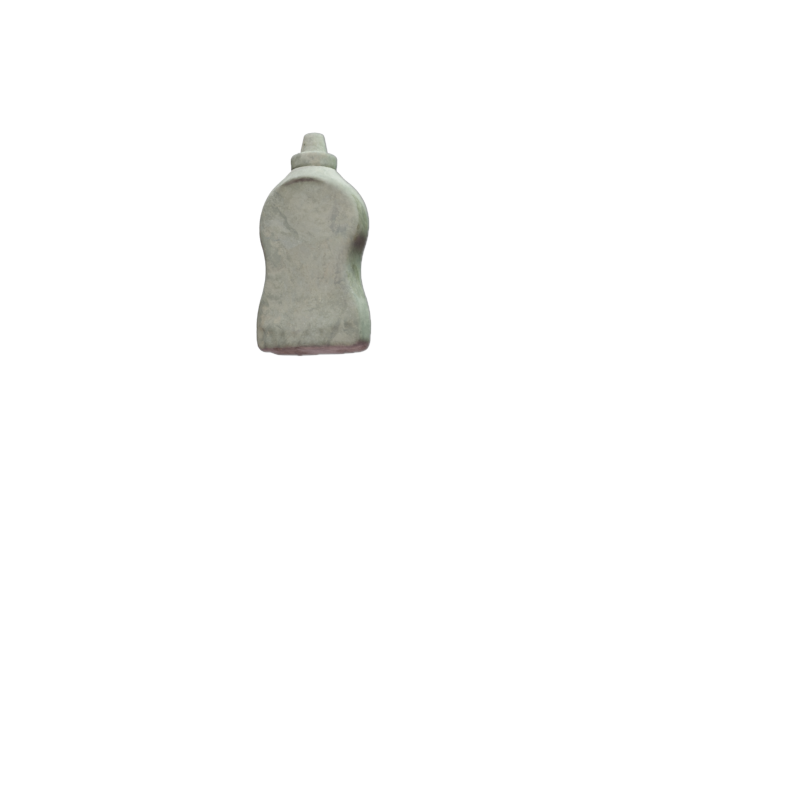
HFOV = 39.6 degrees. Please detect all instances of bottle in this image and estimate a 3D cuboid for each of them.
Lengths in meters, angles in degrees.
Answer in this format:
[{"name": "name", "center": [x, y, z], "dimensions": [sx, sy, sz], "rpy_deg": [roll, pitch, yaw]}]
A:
[{"name": "bottle", "center": [-0.075, -0.136, 0.955], "dimensions": [0.098, 0.197, 0.055], "rpy_deg": [-5, -11, 23]}]
